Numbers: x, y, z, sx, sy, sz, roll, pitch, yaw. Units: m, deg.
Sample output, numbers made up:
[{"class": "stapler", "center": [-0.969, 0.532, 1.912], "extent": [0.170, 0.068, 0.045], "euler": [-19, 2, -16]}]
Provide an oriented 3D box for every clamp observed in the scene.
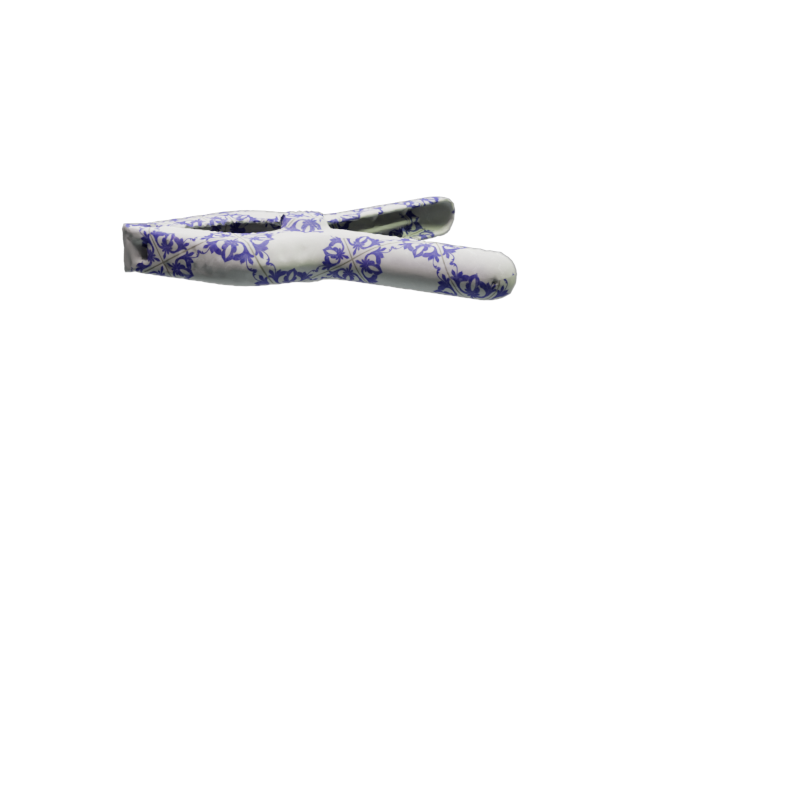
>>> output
[{"class": "clamp", "center": [-0.050, -0.090, 0.632], "extent": [0.210, 0.035, 0.171], "euler": [0, 20, 1]}]
